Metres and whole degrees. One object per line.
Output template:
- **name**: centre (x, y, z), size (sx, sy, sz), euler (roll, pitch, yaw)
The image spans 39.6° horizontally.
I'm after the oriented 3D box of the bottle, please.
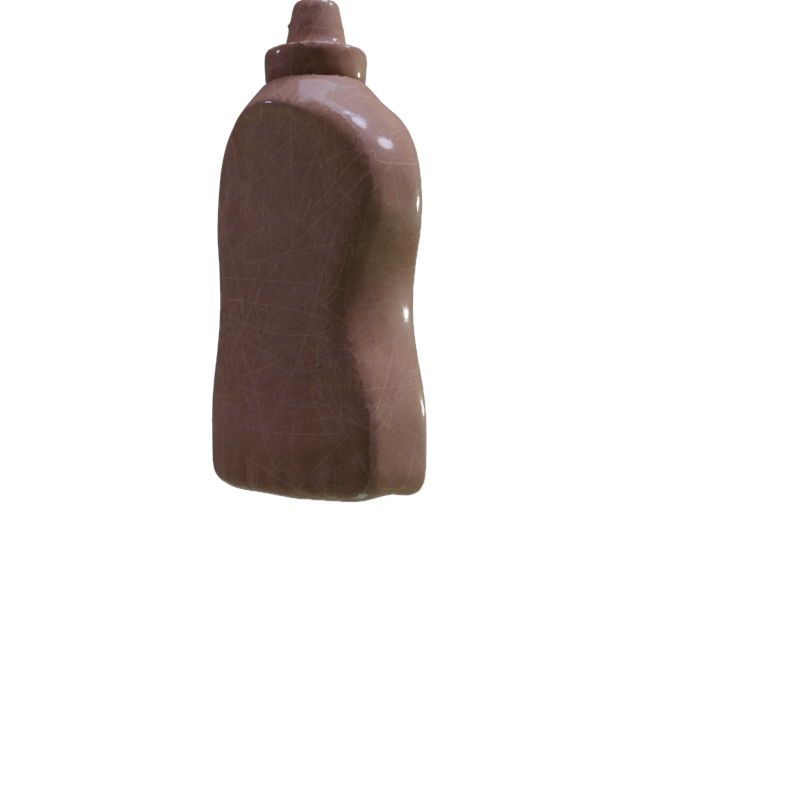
- **bottle**: centre (-0.034, -0.062, 0.436), size (0.056, 0.194, 0.099), euler (3, -5, -41)
